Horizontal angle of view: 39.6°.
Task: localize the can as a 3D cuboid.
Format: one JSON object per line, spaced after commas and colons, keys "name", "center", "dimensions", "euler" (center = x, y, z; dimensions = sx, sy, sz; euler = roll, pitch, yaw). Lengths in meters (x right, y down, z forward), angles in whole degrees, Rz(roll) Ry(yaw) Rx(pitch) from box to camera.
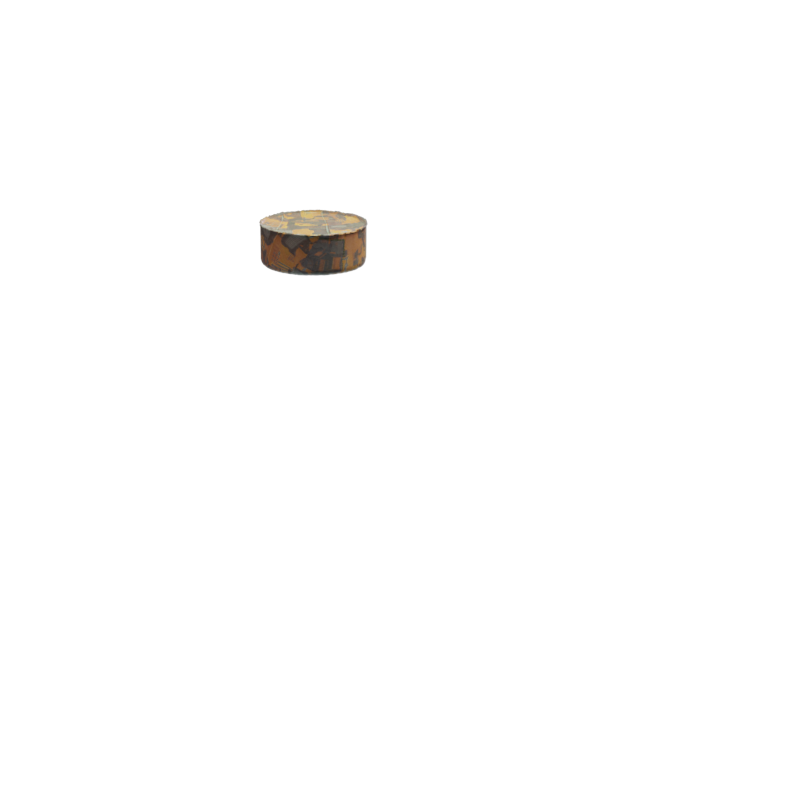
{"name": "can", "center": [-0.069, -0.126, 0.882], "dimensions": [0.086, 0.032, 0.090], "euler": [-1, 21, -2]}
